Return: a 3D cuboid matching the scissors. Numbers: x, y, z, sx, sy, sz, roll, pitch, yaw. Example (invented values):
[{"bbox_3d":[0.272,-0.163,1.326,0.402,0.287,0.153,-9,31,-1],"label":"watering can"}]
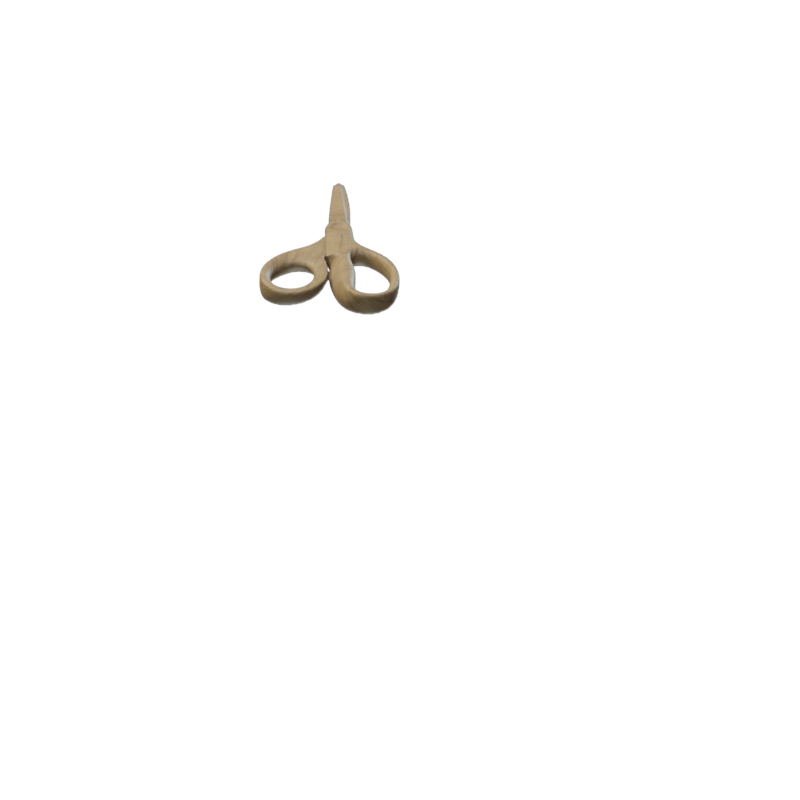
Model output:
[{"bbox_3d":[-0.059,-0.107,0.750,0.095,0.015,0.216,-8,31,-14],"label":"scissors"}]
